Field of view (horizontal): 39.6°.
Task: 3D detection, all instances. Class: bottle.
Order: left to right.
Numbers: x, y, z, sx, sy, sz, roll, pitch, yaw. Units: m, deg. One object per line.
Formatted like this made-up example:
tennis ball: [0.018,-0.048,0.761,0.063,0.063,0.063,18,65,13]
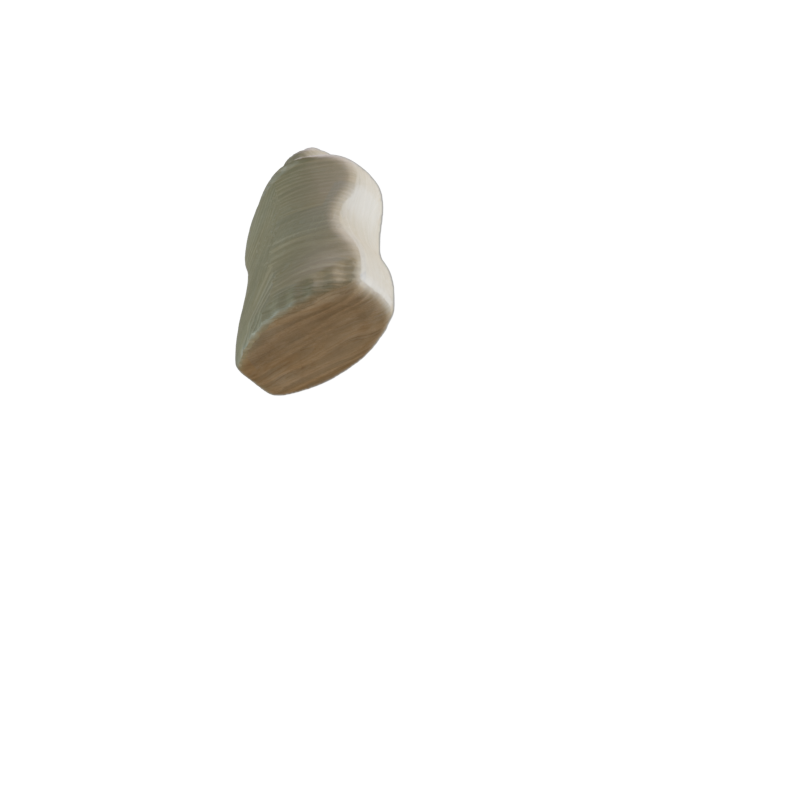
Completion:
bottle: [-0.053,-0.097,0.676,0.095,0.206,0.055,-36,-56,24]
